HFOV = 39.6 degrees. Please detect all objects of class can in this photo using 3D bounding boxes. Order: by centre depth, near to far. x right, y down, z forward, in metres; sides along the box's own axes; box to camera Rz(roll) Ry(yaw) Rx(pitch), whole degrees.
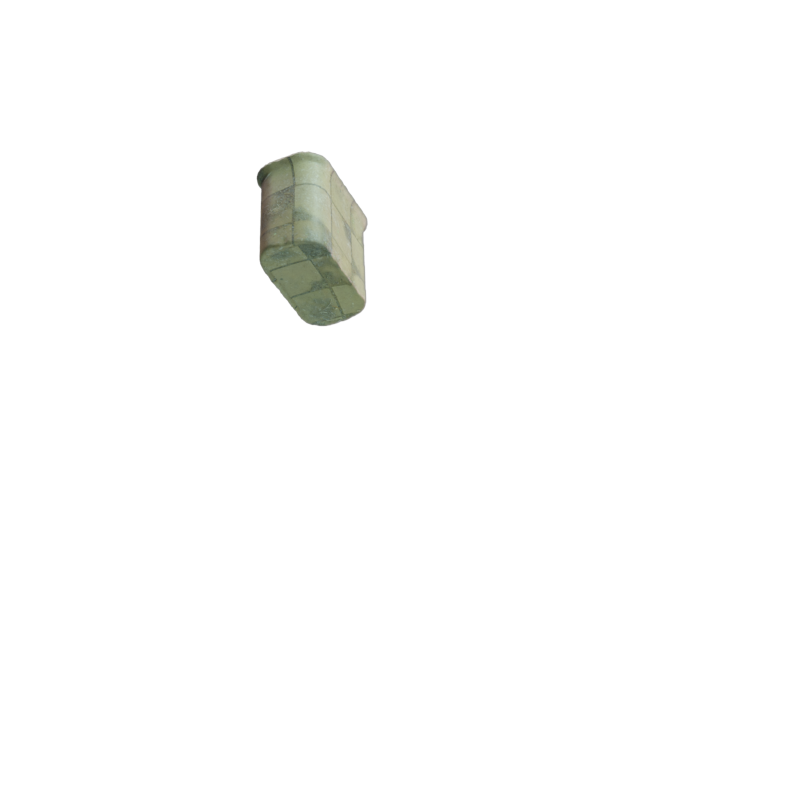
[{"bbox_3d":[-0.063,-0.116,0.809,0.058,0.090,0.094,-17,-40,18],"label":"can"}]
